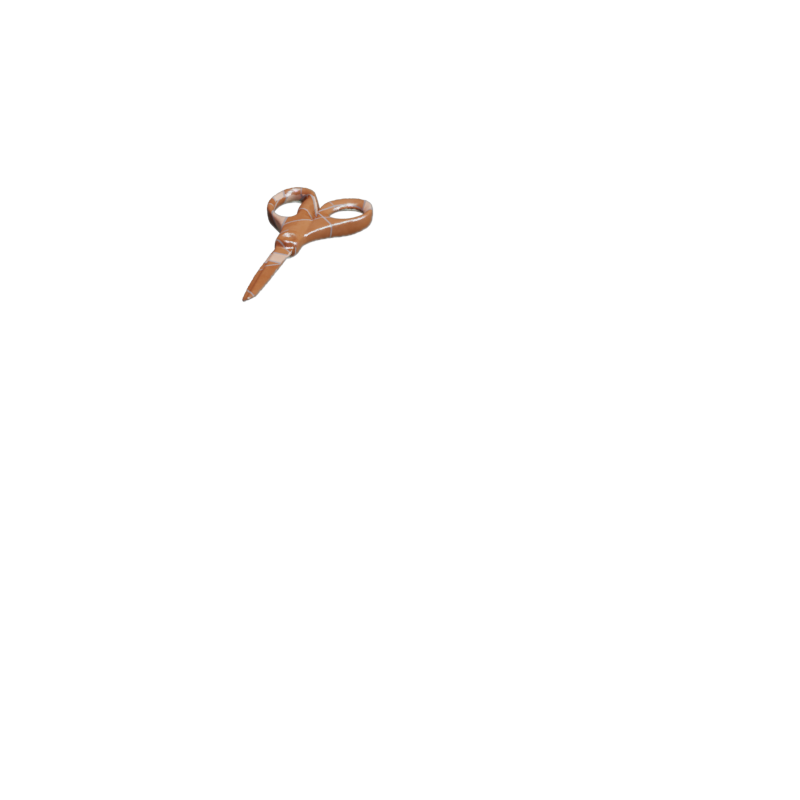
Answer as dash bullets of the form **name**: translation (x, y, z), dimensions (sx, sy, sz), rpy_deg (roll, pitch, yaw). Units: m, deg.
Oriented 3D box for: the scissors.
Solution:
- **scissors**: translation (-0.067, -0.122, 0.854), dimensions (0.096, 0.015, 0.214), rpy_deg (-1, 31, -2)
